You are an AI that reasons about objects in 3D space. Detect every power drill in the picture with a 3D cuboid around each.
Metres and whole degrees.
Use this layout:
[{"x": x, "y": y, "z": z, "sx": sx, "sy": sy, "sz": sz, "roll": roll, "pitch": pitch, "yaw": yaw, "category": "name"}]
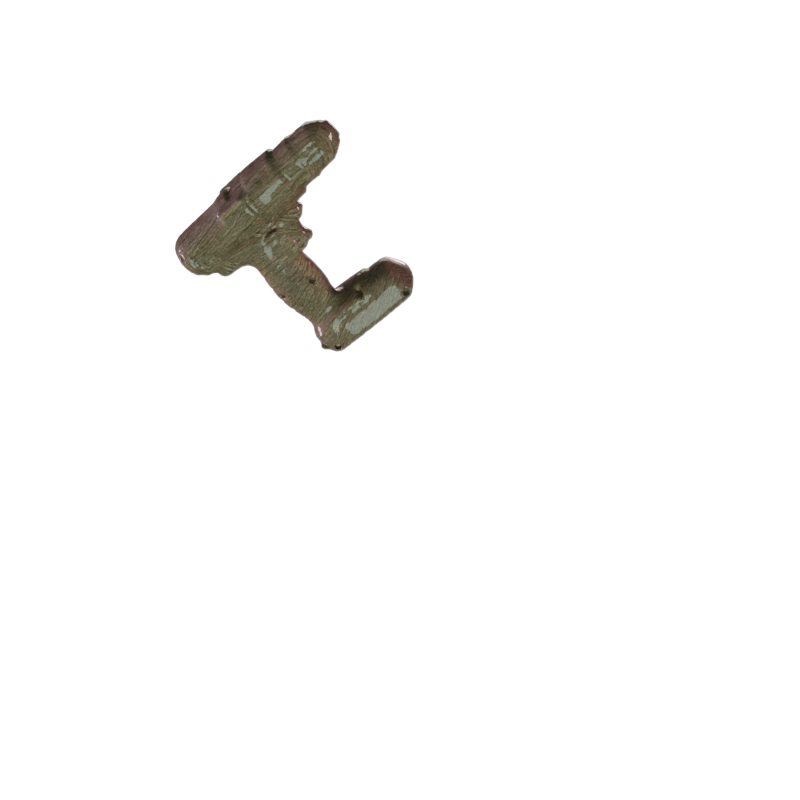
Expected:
[{"x": -0.077, "y": -0.140, "z": 0.982, "sx": 0.182, "sy": 0.061, "sz": 0.177, "roll": -38, "pitch": -62, "yaw": 24, "category": "power drill"}]
